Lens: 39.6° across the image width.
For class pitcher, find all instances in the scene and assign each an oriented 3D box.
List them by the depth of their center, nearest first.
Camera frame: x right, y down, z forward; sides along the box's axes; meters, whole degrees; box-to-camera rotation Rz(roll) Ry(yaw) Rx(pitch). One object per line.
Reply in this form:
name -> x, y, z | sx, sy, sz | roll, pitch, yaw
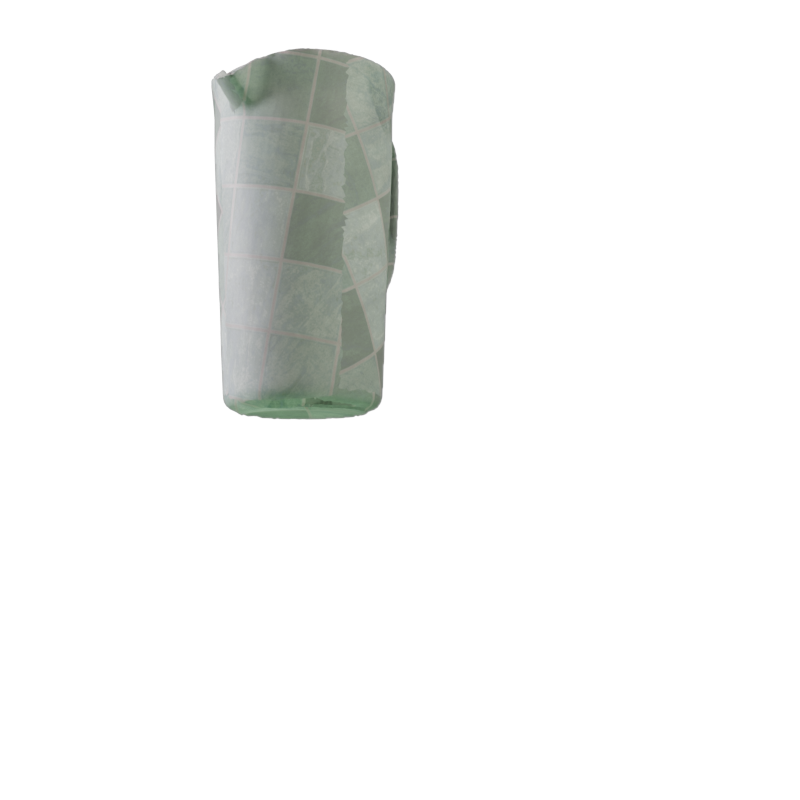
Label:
pitcher -> -0.061, -0.112, 0.783 | 0.147, 0.251, 0.142 | 1, -12, -9
